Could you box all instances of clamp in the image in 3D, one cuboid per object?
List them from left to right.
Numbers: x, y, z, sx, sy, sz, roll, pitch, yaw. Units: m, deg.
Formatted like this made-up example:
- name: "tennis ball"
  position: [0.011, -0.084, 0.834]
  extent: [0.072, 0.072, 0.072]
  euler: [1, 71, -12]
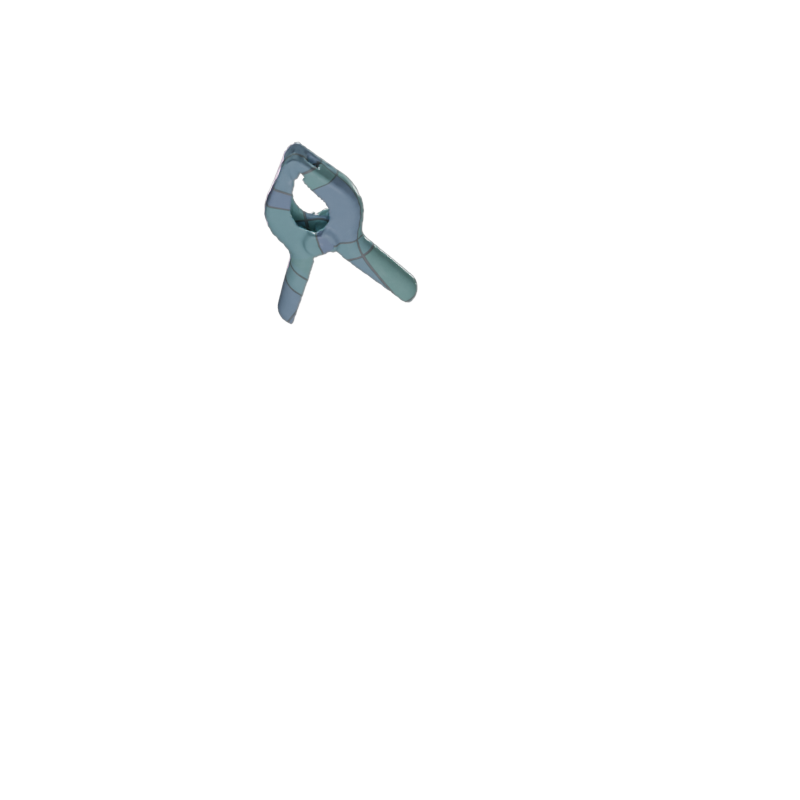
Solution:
- name: "clamp"
  position: [-0.071, -0.129, 0.902]
  extent: [0.121, 0.160, 0.042]
  euler: [-21, 33, 14]
